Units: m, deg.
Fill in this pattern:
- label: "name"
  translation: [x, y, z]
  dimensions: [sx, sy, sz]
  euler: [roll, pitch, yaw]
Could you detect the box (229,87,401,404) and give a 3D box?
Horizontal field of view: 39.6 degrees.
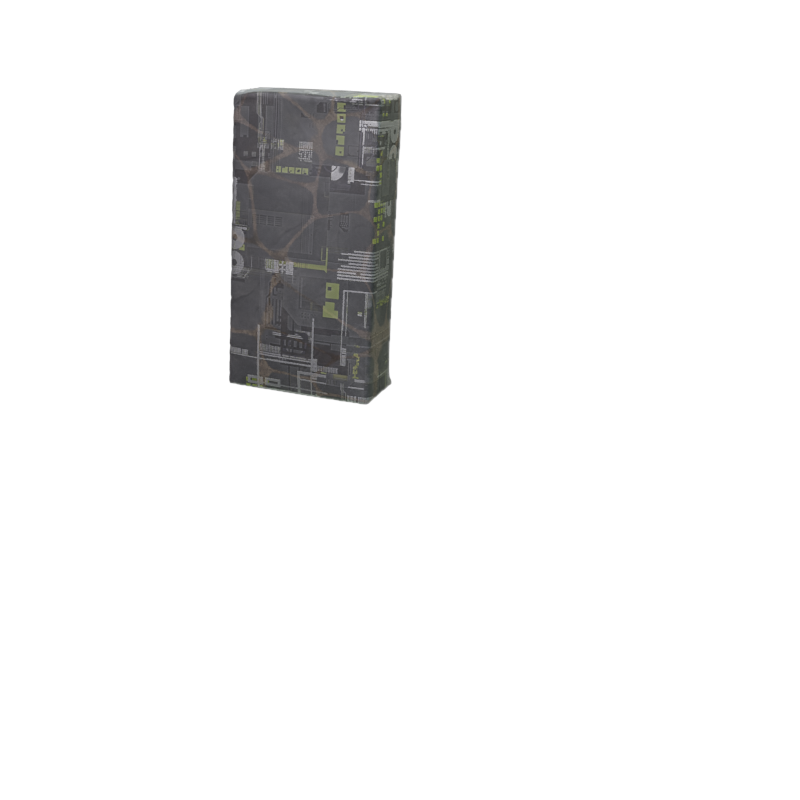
- label: "box"
  translation: [-0.051, -0.093, 0.649]
  dimensions: [0.096, 0.171, 0.048]
  euler: [6, 14, 21]
